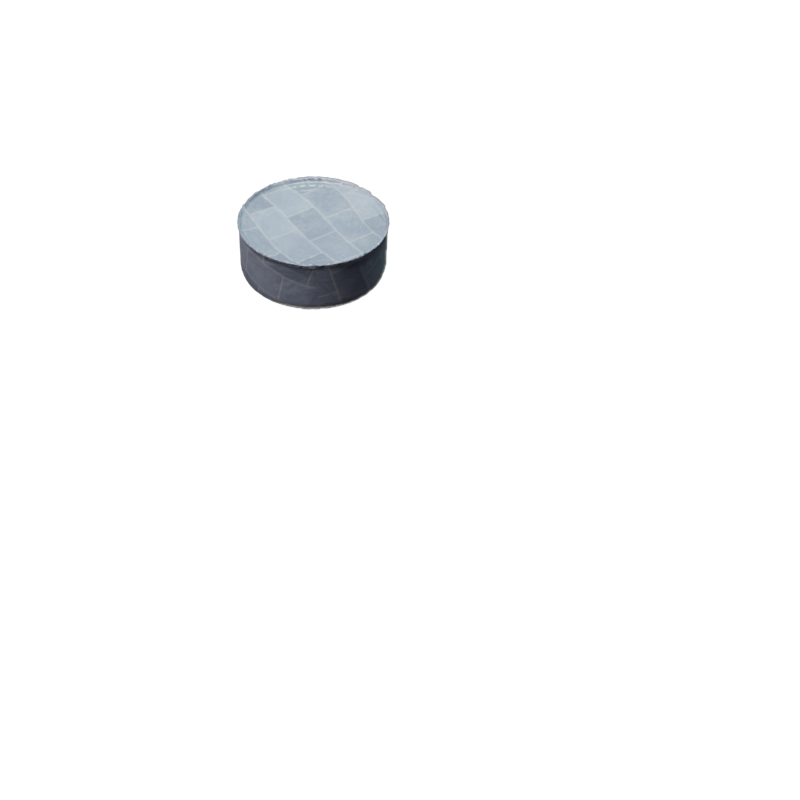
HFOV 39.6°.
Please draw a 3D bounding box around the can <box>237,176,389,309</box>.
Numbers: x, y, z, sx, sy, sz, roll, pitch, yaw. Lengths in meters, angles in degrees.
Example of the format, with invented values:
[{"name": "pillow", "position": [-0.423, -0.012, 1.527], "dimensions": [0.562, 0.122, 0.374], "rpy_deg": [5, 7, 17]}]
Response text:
[{"name": "can", "position": [-0.050, -0.090, 0.633], "dimensions": [0.086, 0.031, 0.092], "rpy_deg": [-1, 41, -2]}]
